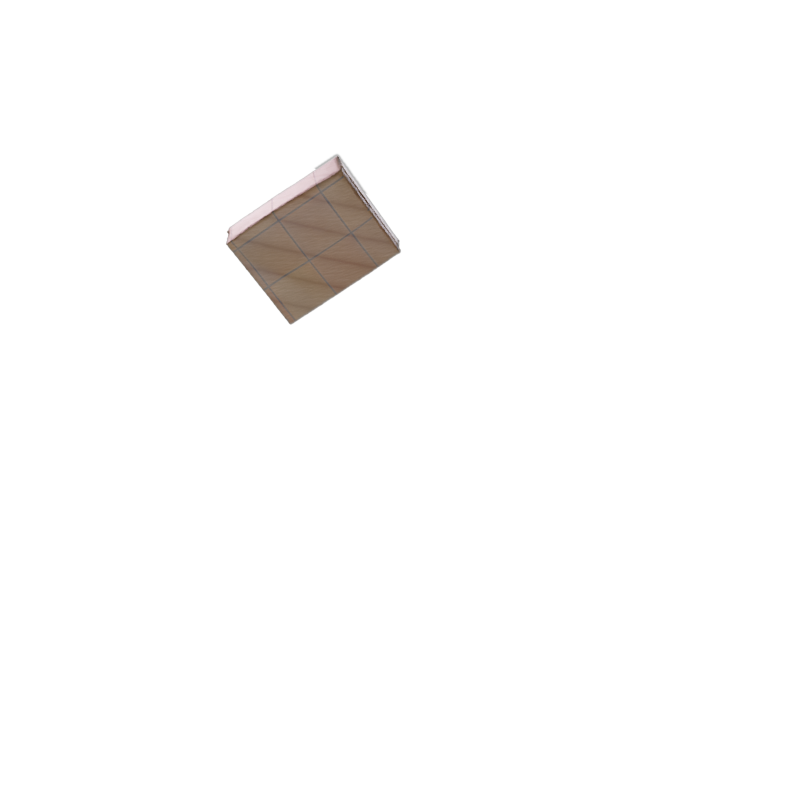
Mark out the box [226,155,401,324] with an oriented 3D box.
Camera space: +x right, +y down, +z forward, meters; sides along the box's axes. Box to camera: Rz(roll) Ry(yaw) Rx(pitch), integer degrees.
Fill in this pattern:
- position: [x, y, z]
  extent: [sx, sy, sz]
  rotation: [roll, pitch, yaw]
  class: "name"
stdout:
- position: [-0.070, -0.128, 0.894]
  extent: [0.113, 0.085, 0.041]
  rotation: [-31, 22, 13]
  class: "box"
